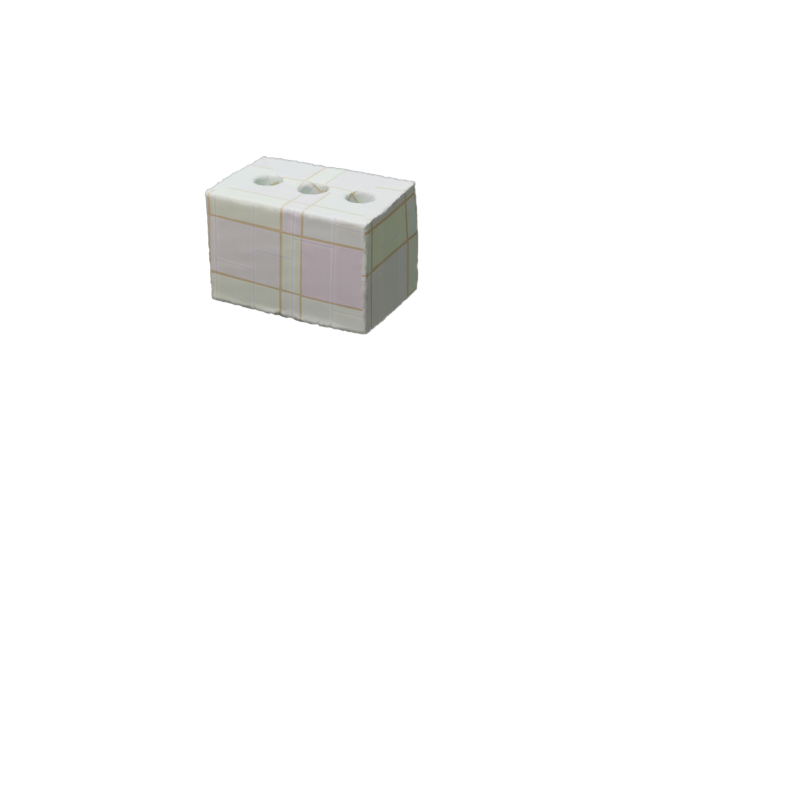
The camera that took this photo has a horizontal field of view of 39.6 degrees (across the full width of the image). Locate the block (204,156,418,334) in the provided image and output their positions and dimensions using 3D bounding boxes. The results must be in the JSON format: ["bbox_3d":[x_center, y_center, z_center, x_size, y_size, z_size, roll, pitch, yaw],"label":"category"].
[{"bbox_3d":[-0.037,-0.068,0.475,0.081,0.048,0.054,13,30,22],"label":"block"}]
